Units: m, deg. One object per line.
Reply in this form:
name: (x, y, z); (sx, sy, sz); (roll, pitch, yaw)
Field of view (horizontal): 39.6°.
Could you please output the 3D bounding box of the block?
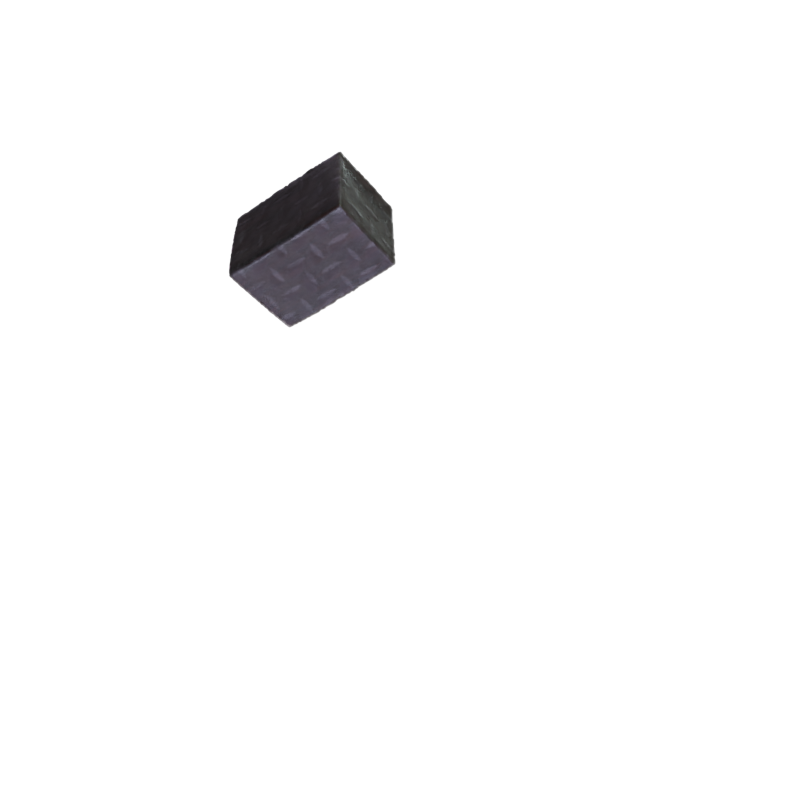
block: (-0.048, -0.088, 0.618); (0.078, 0.055, 0.049); (-29, -53, 22)
